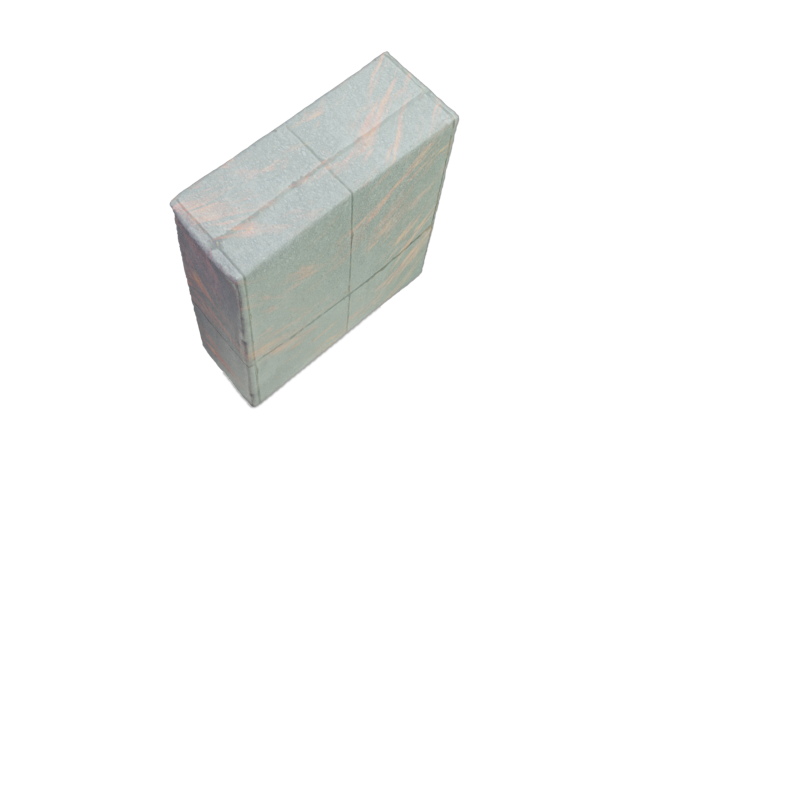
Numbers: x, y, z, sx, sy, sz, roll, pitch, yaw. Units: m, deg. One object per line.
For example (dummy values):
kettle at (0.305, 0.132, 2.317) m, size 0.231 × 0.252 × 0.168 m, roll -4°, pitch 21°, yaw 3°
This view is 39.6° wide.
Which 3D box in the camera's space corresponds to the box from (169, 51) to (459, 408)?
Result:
box at (-0.055, -0.101, 0.707) m, size 0.165 × 0.075 × 0.203 m, roll -40°, pitch -13°, yaw -17°
